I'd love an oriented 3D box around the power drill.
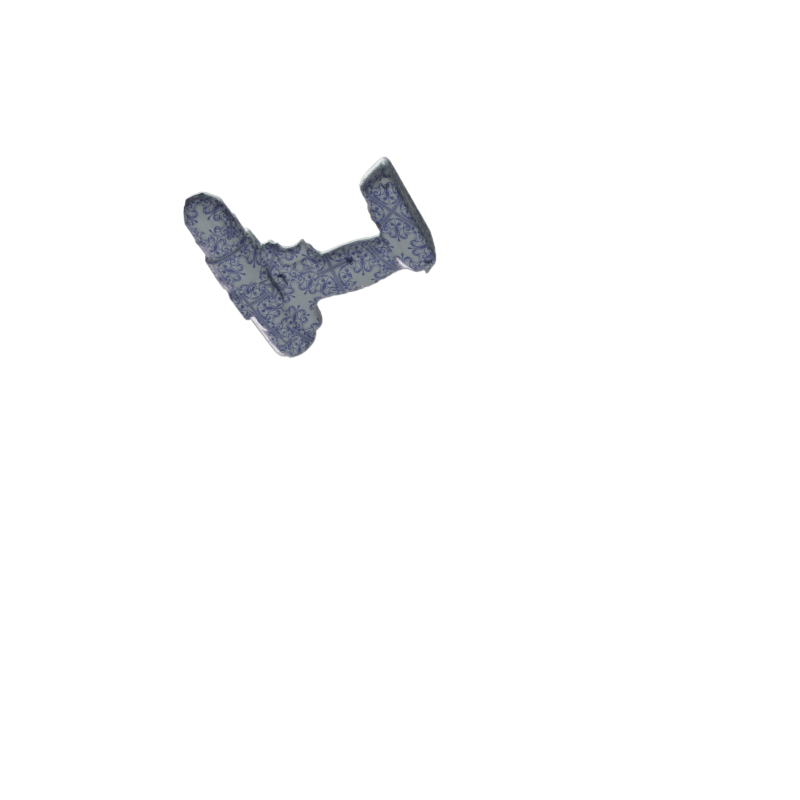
[{"bbox_3d":[-0.077,-0.141,0.986,0.188,0.172,0.061,-25,31,16],"label":"power drill"}]
